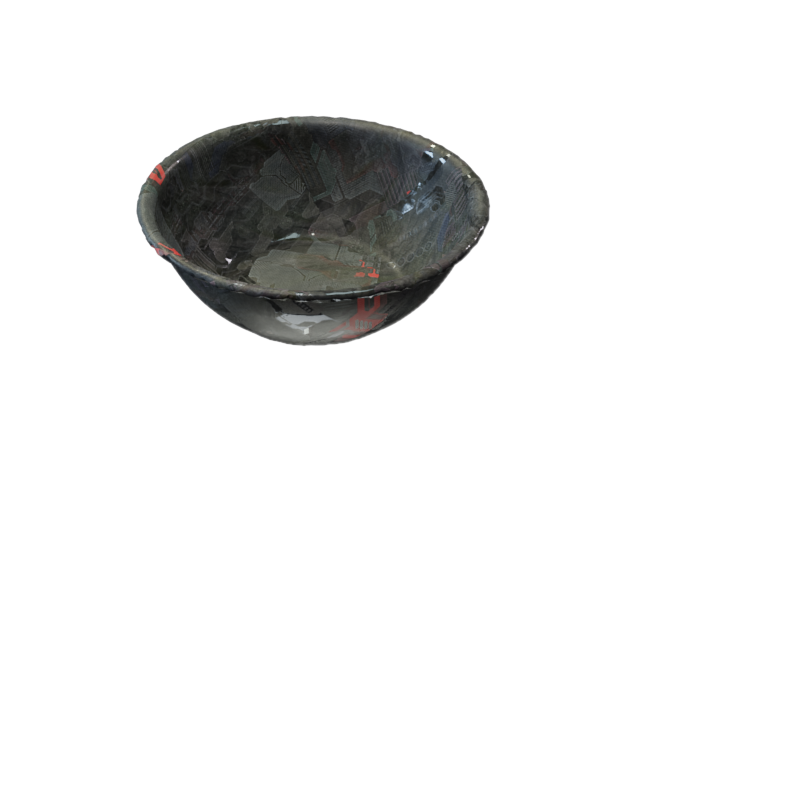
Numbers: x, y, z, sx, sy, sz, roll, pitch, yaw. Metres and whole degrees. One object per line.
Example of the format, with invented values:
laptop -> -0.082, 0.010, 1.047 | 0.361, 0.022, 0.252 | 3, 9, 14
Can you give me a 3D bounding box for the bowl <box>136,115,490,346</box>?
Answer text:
bowl -> -0.041, -0.075, 0.525 | 0.162, 0.051, 0.174 | -1, 39, -2
